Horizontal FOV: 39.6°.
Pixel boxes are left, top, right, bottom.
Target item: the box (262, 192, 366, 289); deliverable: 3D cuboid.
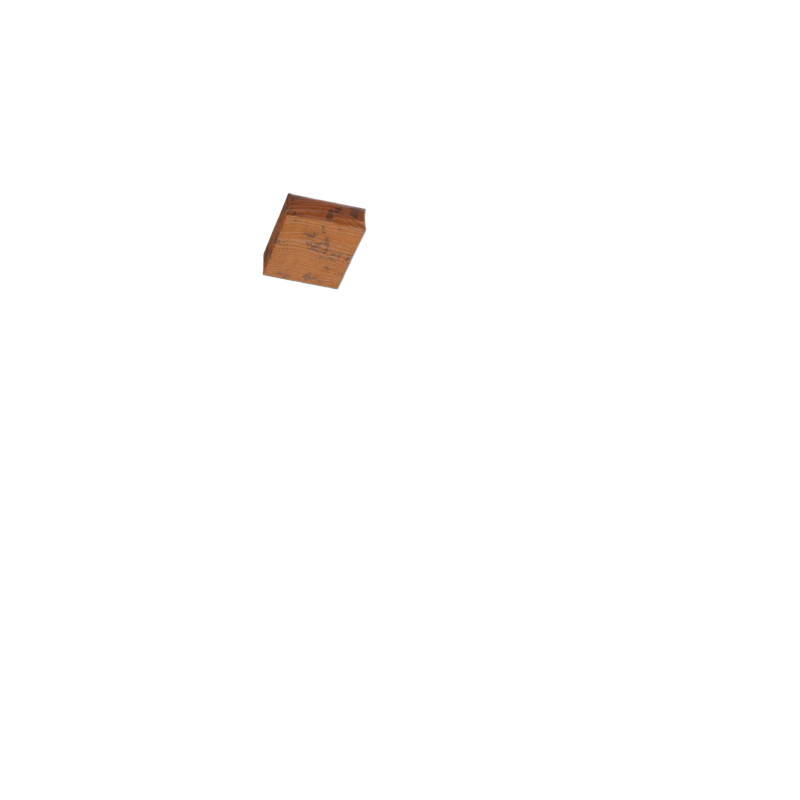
[{"bbox_3d":[-0.078,-0.142,0.995,0.071,0.032,0.085,11,-39,-15],"label":"box"}]
